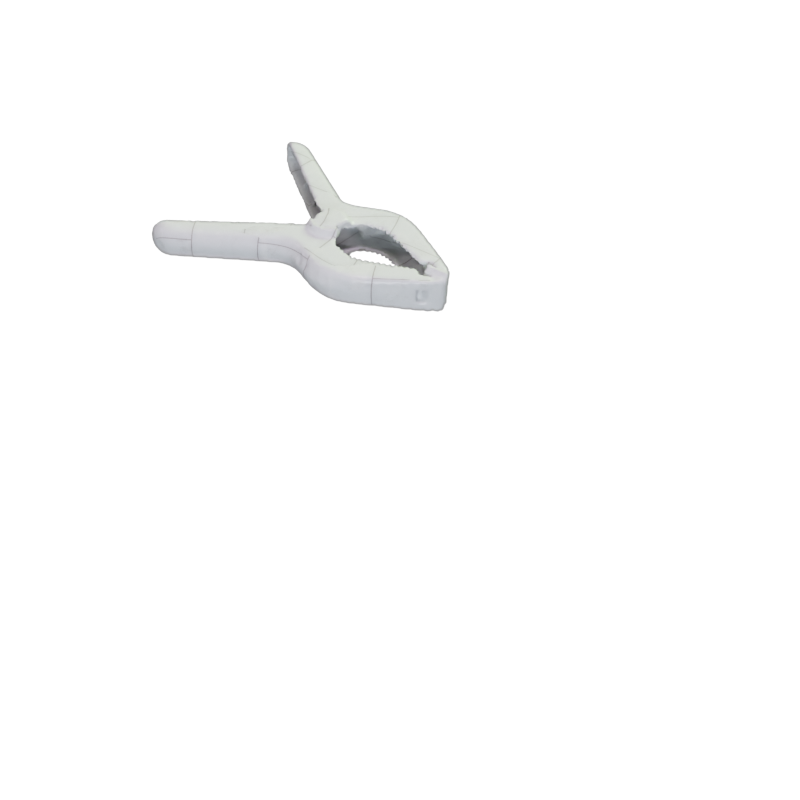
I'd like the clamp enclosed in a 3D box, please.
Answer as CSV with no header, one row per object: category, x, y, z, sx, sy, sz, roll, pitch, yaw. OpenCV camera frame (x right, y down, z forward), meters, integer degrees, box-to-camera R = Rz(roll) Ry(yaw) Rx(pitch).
clamp,-0.062,-0.114,0.795,0.224,0.034,0.165,33,50,32
